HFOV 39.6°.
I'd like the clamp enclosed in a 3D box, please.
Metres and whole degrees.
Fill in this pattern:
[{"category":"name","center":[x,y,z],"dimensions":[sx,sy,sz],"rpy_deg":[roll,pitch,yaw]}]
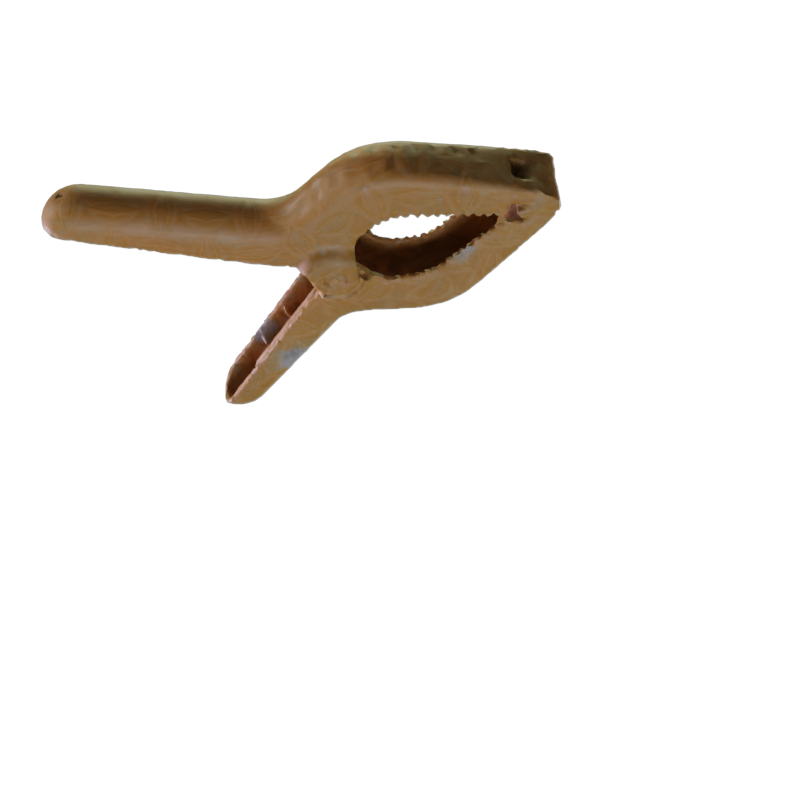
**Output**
[{"category":"clamp","center":[-0.038,-0.069,0.482],"dimensions":[0.212,0.039,0.152],"rpy_deg":[-19,-39,26]}]
